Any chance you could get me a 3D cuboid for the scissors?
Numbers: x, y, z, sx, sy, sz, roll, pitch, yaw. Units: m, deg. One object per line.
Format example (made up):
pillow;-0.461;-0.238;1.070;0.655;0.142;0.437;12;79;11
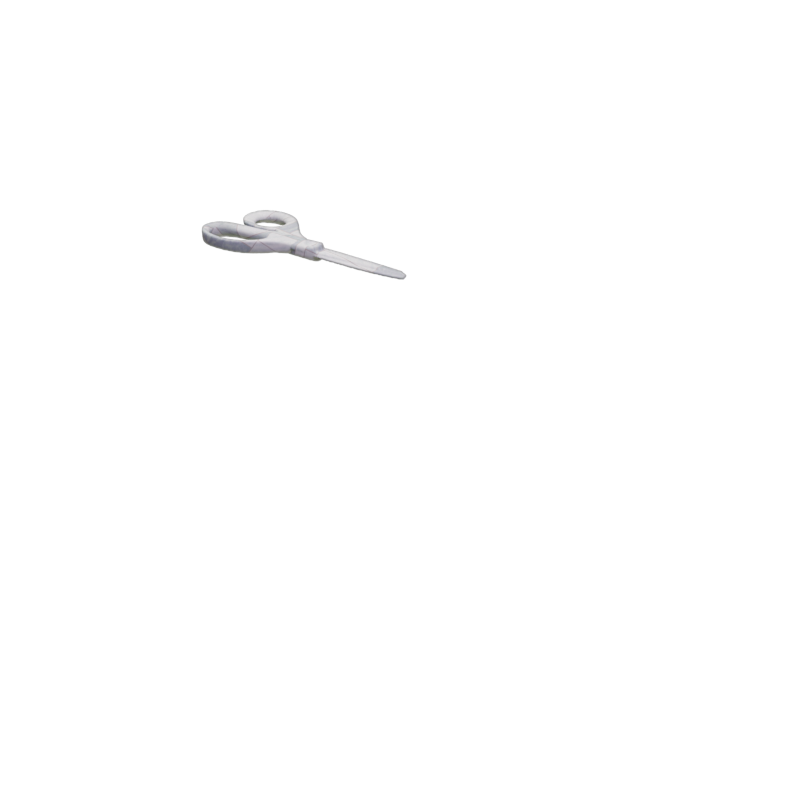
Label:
scissors;-0.076;-0.139;0.970;0.209;0.015;0.098;11;30;20
